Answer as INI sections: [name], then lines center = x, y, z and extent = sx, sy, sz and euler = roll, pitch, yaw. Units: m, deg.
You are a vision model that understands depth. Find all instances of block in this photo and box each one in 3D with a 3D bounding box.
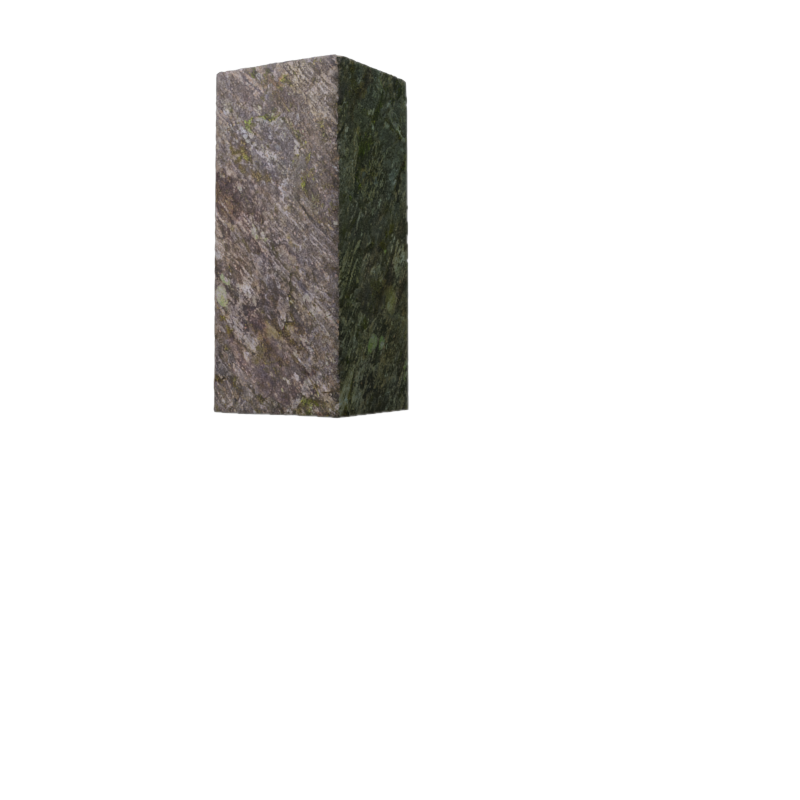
[block]
center = -0.053, -0.097, 0.680
extent = 0.093, 0.208, 0.087
euler = -2, -4, 30
